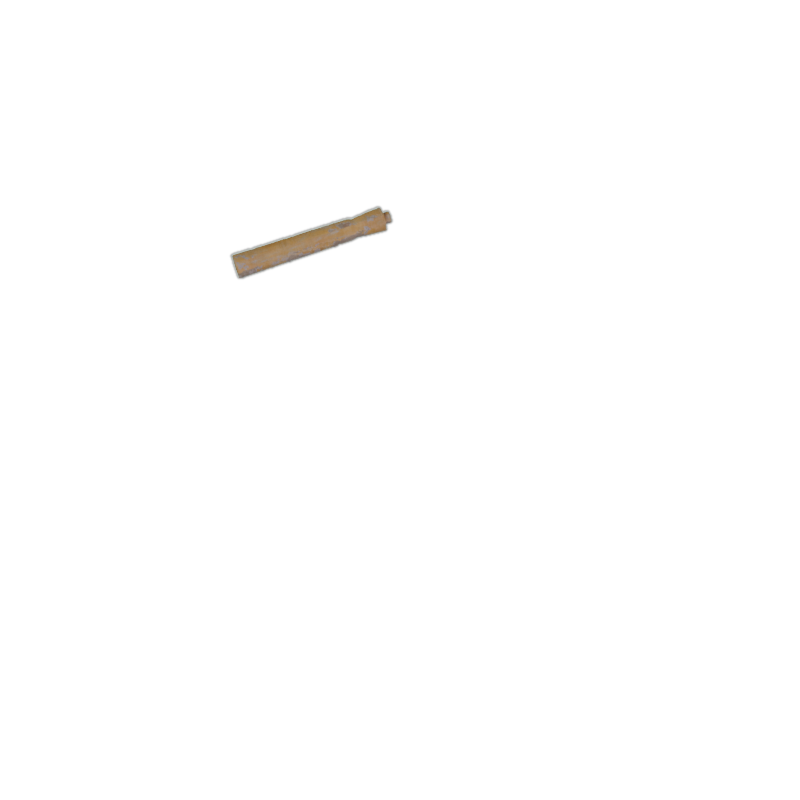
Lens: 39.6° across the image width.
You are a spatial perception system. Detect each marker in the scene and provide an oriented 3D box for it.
[{"bbox_3d":[-0.064,-0.116,0.816,0.120,0.020,0.020,-19,7,-6],"label":"marker"}]
